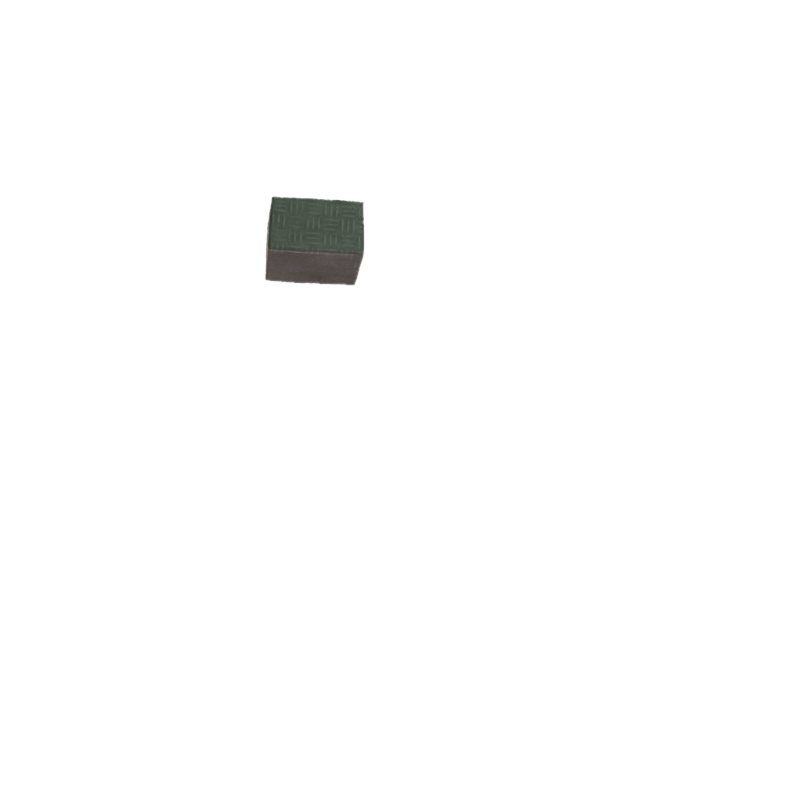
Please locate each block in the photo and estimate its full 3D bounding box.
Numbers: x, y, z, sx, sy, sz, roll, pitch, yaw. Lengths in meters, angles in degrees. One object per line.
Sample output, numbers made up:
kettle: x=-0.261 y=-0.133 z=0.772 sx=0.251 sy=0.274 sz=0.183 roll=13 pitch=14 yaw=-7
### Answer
block: x=-0.071 y=-0.130 z=0.908 sx=0.077 sy=0.054 sz=0.050 roll=3 pitch=-28 yaw=-7
